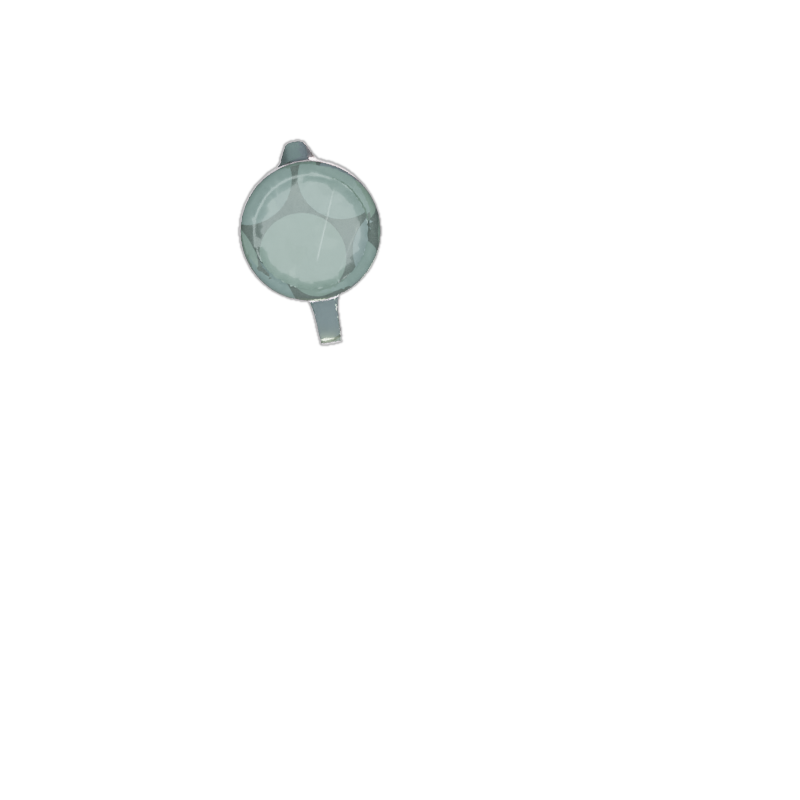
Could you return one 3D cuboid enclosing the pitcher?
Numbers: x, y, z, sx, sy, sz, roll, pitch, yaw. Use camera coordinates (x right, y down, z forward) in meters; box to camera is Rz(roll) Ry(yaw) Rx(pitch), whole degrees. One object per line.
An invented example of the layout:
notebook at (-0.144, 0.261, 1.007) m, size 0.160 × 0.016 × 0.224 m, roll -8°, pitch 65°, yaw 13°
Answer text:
pitcher at (-0.075, -0.136, 0.953) m, size 0.148 × 0.144 × 0.247 m, roll 36°, pitch 4°, yaw -7°
